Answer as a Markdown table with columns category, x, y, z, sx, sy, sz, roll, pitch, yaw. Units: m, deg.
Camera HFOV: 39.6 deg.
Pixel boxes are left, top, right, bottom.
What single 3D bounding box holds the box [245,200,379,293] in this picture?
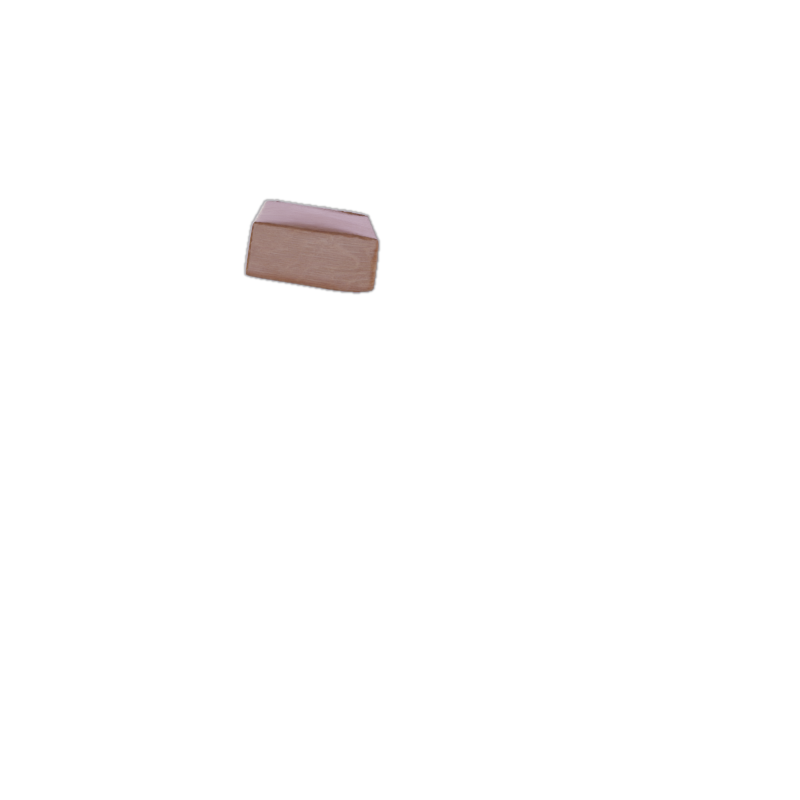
| category | x | y | z | sx | sy | sz | roll | pitch | yaw |
| --- | --- | --- | --- | --- | --- | --- | --- | --- | --- |
| box | -0.068 | -0.123 | 0.861 | 0.093 | 0.047 | 0.182 | 8 | 16 | -6 |
